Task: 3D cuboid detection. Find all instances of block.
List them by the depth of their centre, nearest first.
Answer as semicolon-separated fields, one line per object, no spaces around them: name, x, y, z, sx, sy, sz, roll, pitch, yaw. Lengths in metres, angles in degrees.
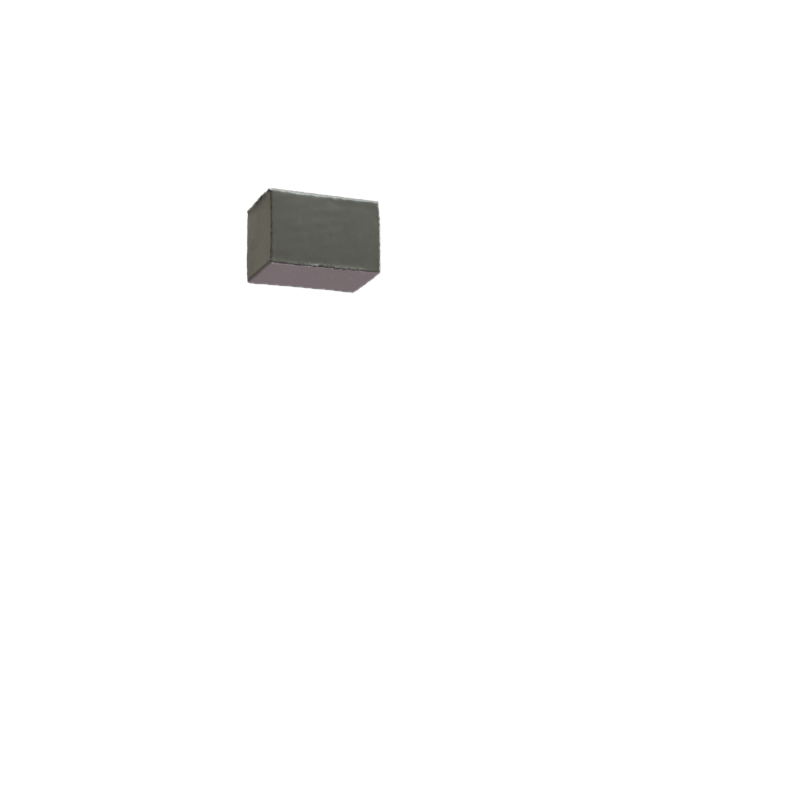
block;-0.057;-0.104;0.732;0.076;0.053;0.052;5;-15;-21
